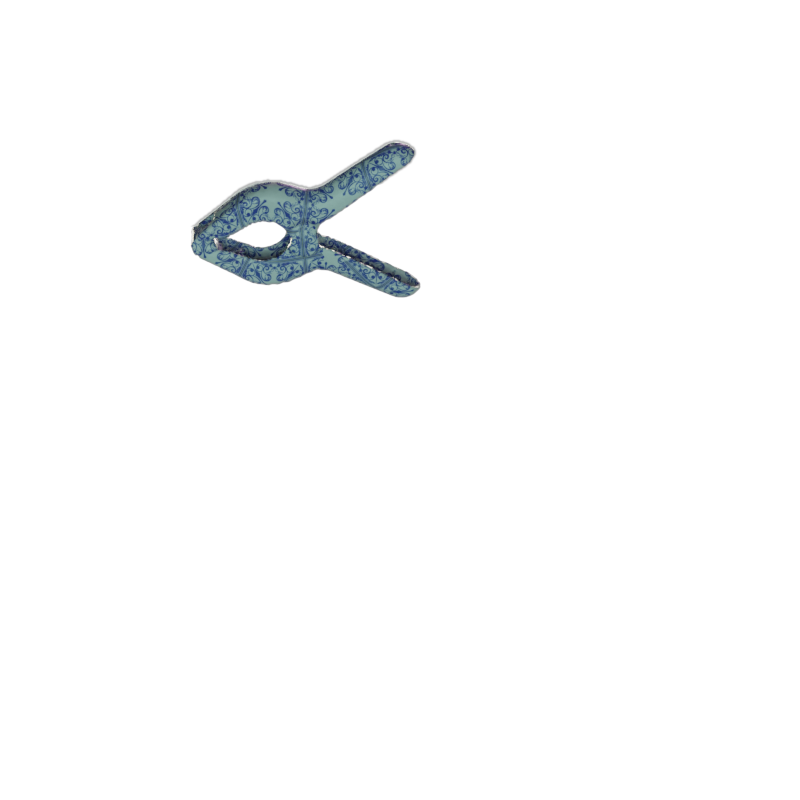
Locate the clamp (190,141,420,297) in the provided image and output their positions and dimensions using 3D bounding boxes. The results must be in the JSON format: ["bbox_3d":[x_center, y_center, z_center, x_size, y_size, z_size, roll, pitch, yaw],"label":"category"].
[{"bbox_3d":[-0.063,-0.116,0.809,0.172,0.114,0.041,-12,21,4],"label":"clamp"}]
